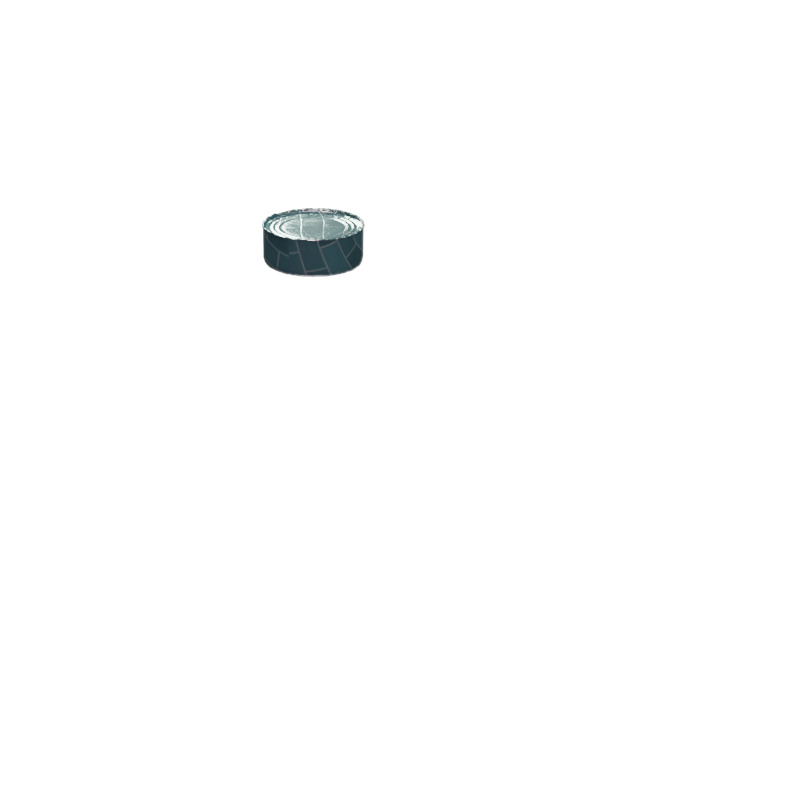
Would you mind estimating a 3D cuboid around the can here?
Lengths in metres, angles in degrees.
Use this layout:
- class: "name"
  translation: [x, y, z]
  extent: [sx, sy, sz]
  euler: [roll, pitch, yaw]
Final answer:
- class: "can"
  translation: [-0.073, -0.133, 0.933]
  extent: [0.086, 0.032, 0.090]
  euler: [-1, 25, -2]
